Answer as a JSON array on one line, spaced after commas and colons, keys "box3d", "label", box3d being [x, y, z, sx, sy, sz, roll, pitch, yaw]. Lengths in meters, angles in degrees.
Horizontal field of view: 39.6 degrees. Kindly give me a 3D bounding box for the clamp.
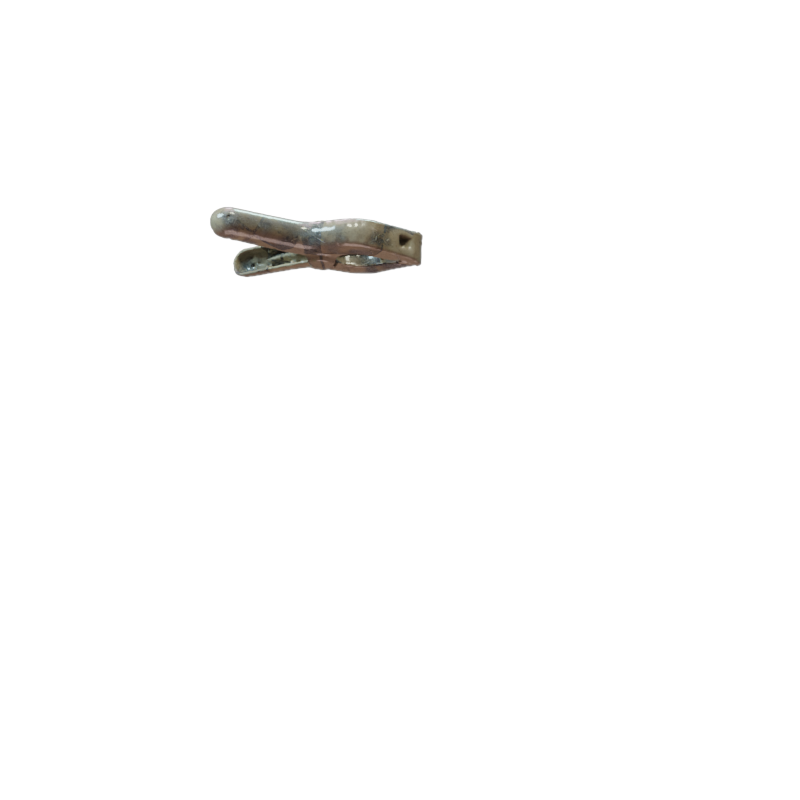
[{"box3d": [-0.071, -0.129, 0.904, 0.174, 0.040, 0.115, -2, -8, 13], "label": "clamp"}]
